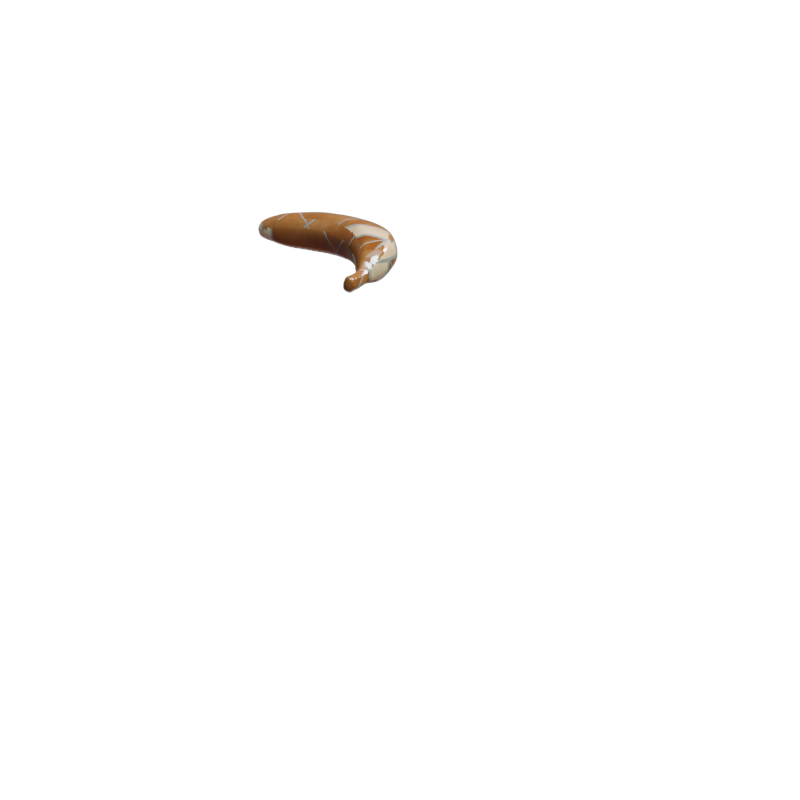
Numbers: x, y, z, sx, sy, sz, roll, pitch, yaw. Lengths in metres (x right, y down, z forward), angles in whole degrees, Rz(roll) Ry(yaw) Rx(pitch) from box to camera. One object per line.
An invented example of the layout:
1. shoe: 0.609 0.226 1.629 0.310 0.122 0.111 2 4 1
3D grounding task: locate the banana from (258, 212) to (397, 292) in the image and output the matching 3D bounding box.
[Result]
1. banana: -0.053 -0.131 0.910 0.068 0.035 0.210 -8 21 -24
